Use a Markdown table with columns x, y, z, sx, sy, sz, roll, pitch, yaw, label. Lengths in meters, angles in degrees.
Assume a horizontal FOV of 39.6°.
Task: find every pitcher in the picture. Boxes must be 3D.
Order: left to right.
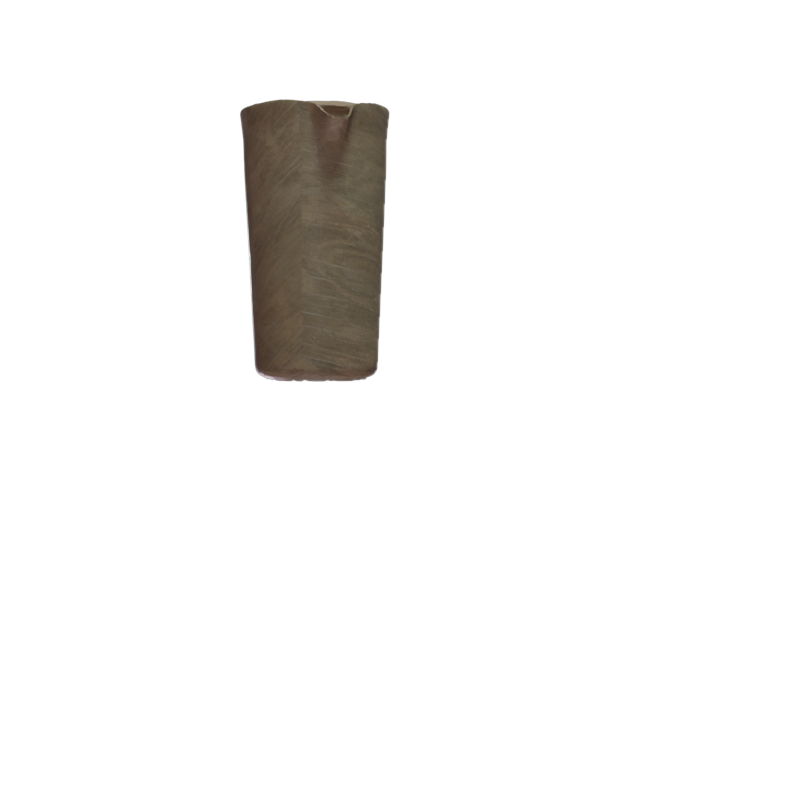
| x | y | z | sx | sy | sz | roll | pitch | yaw | label |
| --- | --- | --- | --- | --- | --- | --- | --- | --- | --- |
| -0.078 | -0.141 | 0.990 | 0.149 | 0.245 | 0.144 | -1 | -2 | 27 | pitcher |
